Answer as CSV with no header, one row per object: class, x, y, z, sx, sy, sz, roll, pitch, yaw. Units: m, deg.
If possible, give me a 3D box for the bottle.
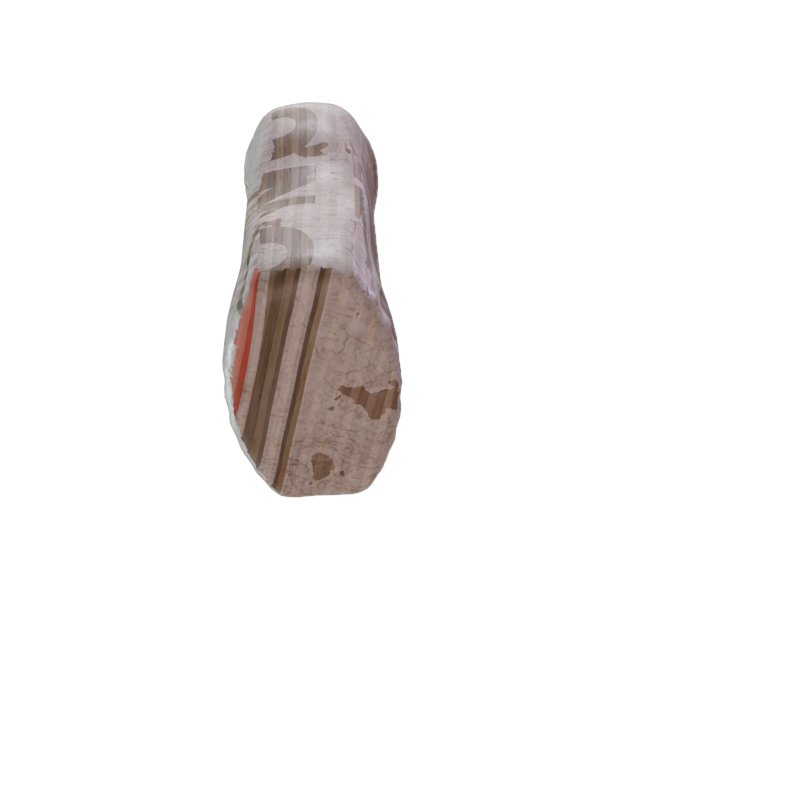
bottle,-0.034,-0.062,0.433,0.058,0.089,0.205,-5,37,0
